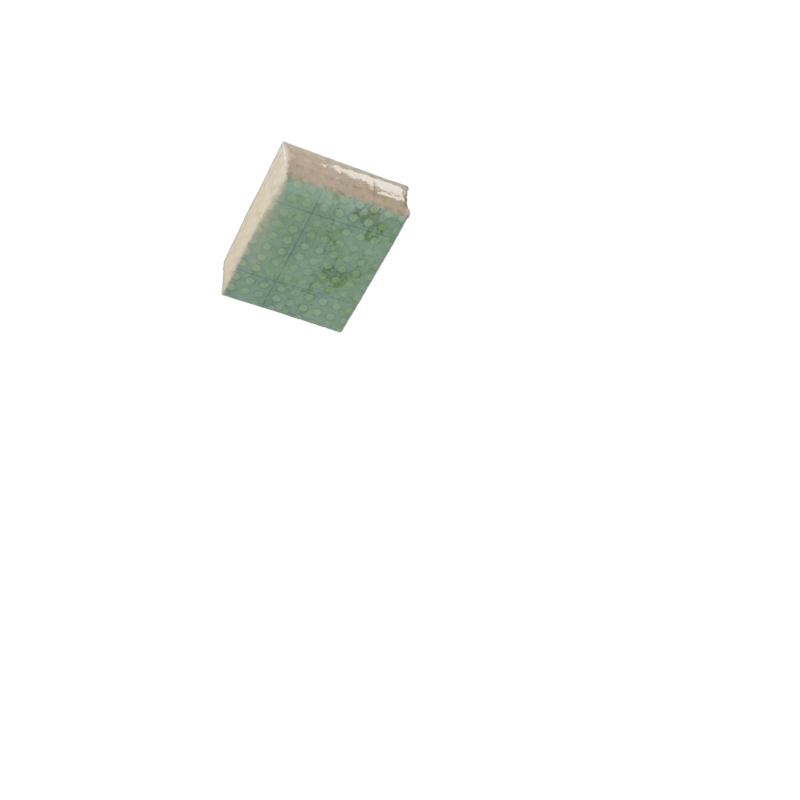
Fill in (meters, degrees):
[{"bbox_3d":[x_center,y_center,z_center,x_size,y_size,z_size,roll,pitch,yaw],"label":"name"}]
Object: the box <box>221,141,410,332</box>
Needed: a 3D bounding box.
[{"bbox_3d":[-0.057,-0.104,0.729,0.087,0.042,0.109,19,-49,-18],"label":"box"}]
